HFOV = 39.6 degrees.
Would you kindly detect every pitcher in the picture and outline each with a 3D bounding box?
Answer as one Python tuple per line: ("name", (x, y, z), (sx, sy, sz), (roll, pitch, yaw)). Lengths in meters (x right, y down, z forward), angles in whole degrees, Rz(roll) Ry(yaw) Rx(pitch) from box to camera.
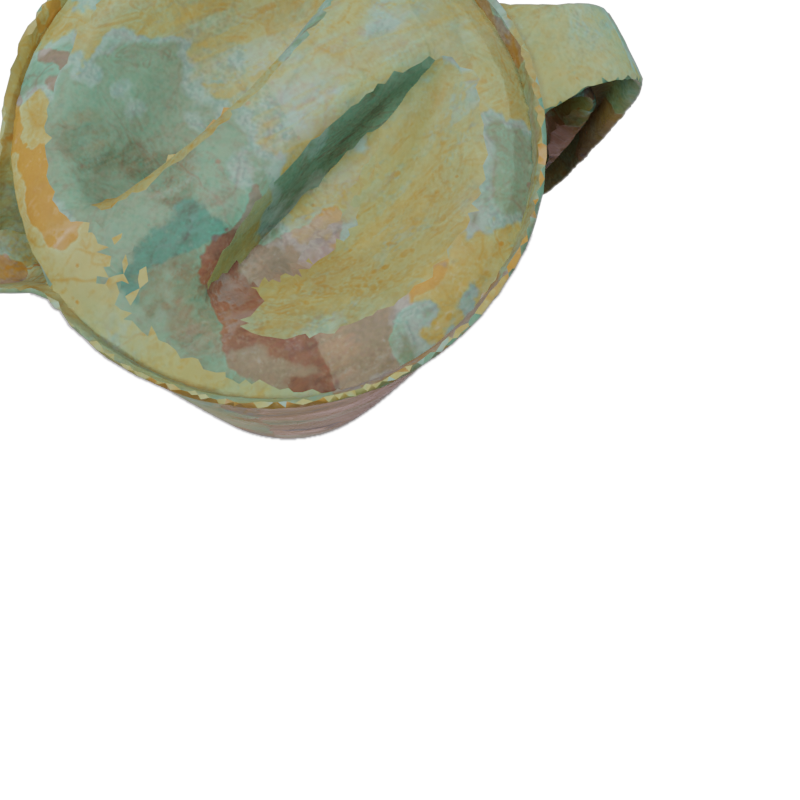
("pitcher", (-0.030, -0.054, 0.377), (0.150, 0.148, 0.237), (24, -9, 1))
